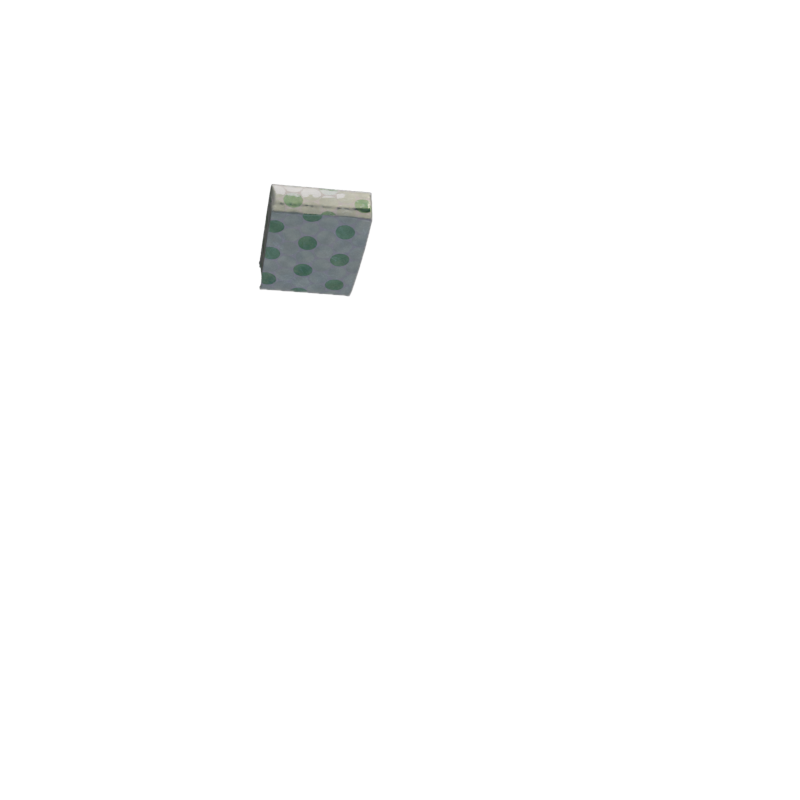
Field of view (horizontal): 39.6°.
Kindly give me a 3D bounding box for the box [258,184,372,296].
[{"bbox_3d":[-0.078,-0.142,0.996,0.089,0.042,0.107,6,-38,-8],"label":"box"}]
